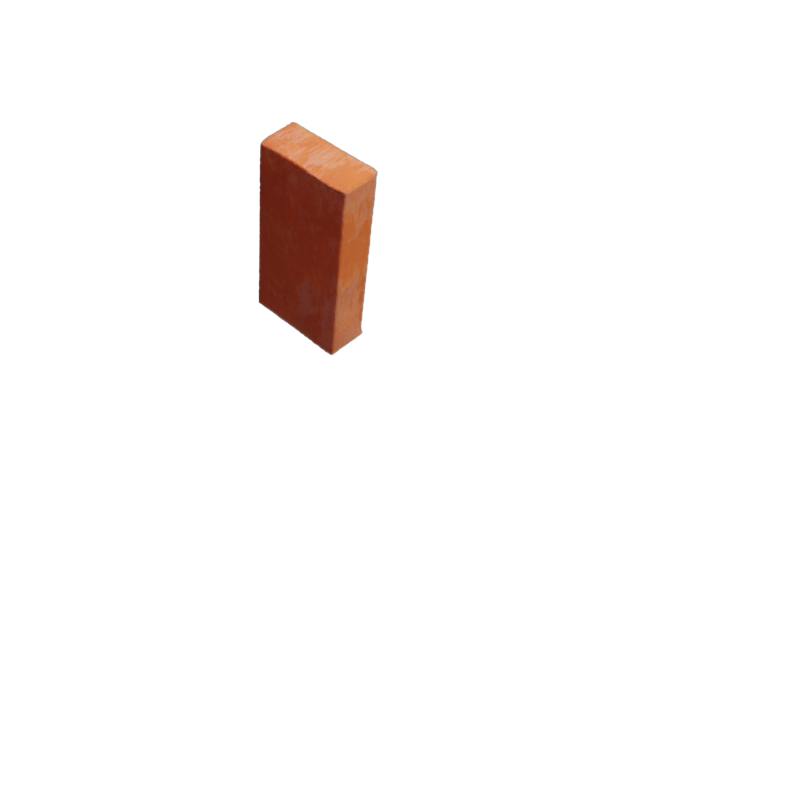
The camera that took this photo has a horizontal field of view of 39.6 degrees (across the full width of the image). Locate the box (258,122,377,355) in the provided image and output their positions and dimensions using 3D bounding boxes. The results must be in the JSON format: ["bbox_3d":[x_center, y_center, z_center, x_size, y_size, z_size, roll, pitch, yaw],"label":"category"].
[{"bbox_3d":[-0.071,-0.128,0.900,0.099,0.164,0.048,35,54,27],"label":"box"}]
